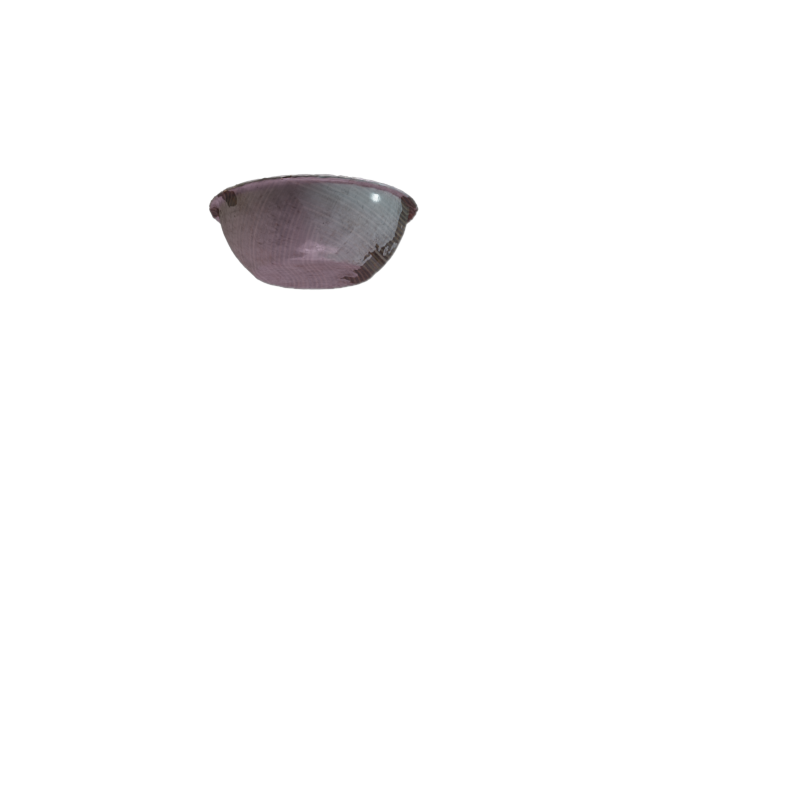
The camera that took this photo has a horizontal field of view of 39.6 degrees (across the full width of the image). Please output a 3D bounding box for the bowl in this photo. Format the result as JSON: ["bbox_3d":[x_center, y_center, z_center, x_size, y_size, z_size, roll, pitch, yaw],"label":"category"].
[{"bbox_3d":[-0.067,-0.122,0.854,0.162,0.057,0.157,0,-9,-2],"label":"bowl"}]
